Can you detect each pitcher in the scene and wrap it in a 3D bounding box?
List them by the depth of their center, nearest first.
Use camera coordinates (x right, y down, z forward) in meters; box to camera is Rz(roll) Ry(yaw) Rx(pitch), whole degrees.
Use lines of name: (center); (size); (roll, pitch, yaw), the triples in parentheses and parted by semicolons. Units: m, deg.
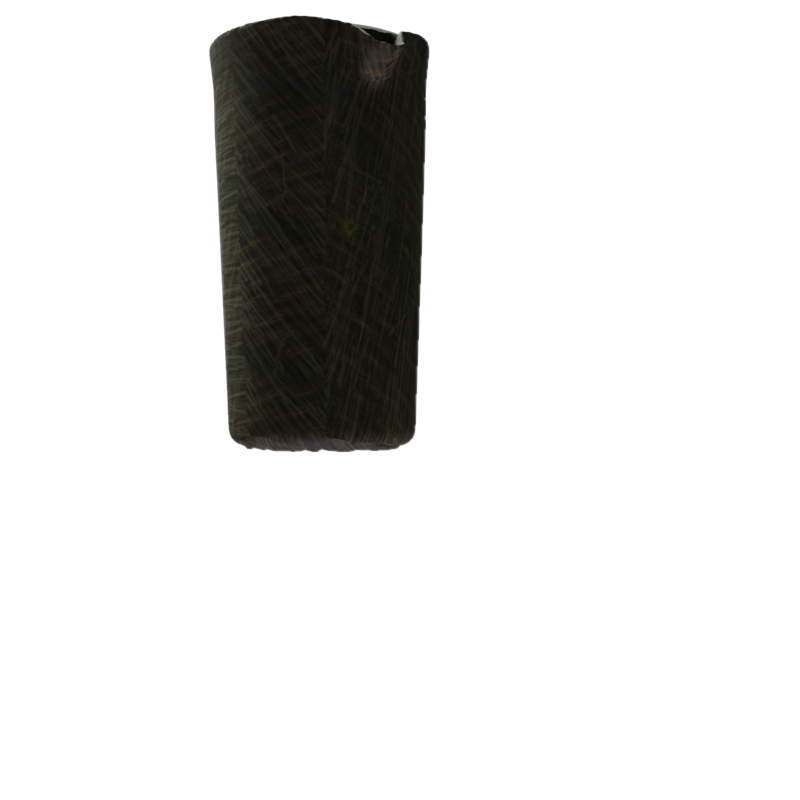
pitcher: (-0.052, -0.095, 0.664); (0.147, 0.248, 0.144); (-2, -6, 14)
